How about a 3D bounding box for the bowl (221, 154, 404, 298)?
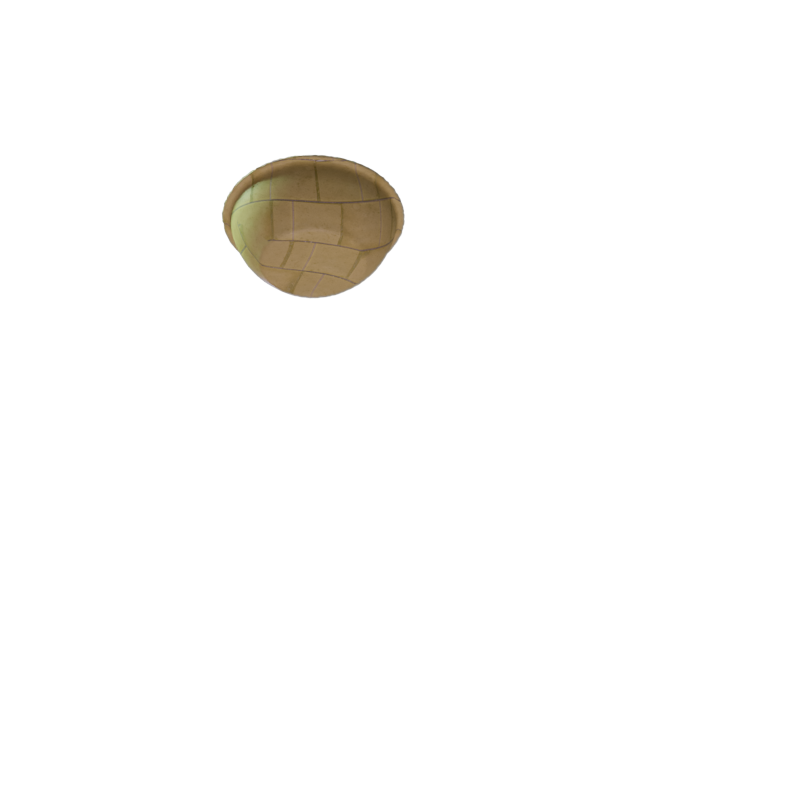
[{"bbox_3d":[-0.076,-0.138,0.965,0.162,0.059,0.151,1,-37,-2],"label":"bowl"}]
